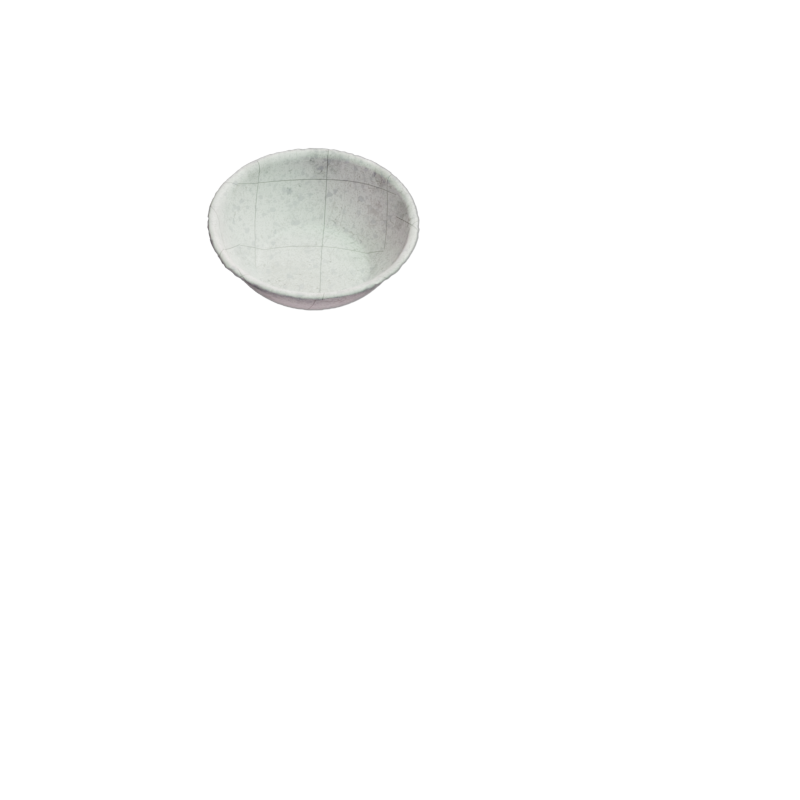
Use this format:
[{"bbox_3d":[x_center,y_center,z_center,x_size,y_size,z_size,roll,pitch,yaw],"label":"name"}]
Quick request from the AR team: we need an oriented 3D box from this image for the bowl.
[{"bbox_3d":[-0.067,-0.123,0.861,0.162,0.174,0.051,-1,-40,-1],"label":"bowl"}]
